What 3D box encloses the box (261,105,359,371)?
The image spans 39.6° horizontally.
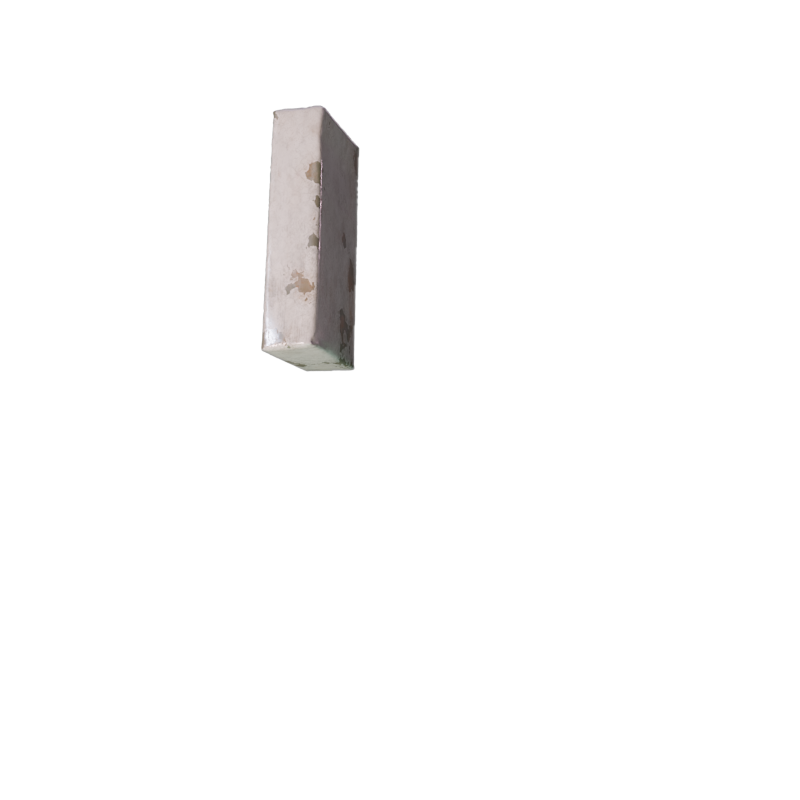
[{"bbox_3d":[-0.064,-0.115,0.808,0.049,0.183,0.088,-6,-16,16],"label":"box"}]
